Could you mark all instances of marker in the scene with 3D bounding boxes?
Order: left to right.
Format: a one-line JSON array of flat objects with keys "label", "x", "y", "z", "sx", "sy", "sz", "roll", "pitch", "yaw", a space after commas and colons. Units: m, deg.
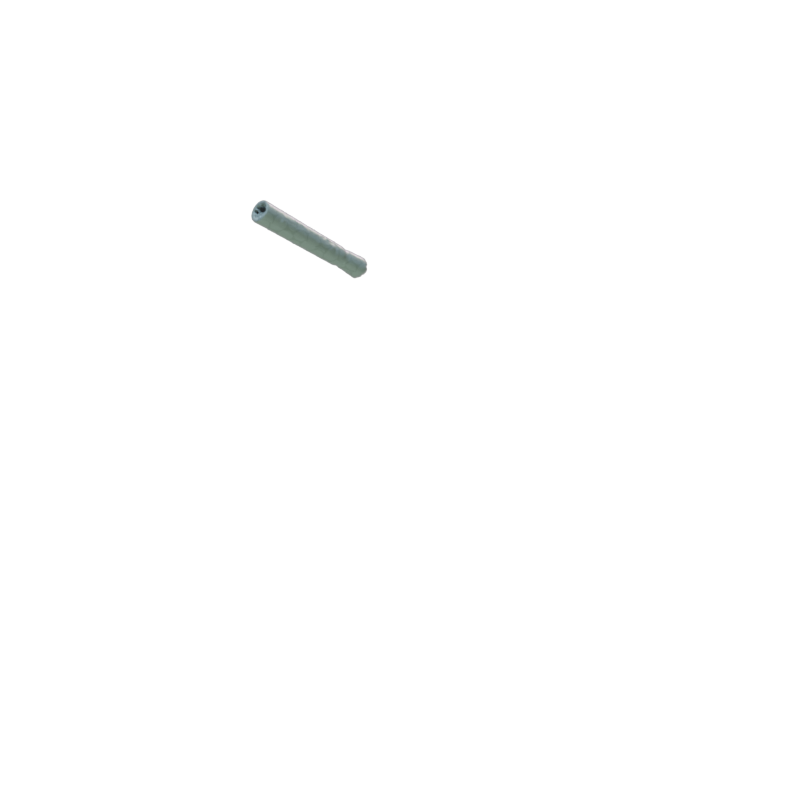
[{"label": "marker", "x": -0.070, "y": -0.127, "z": 0.890, "sx": 0.113, "sy": 0.020, "sz": 0.021, "roll": 26, "pitch": -14, "yaw": -40}]
